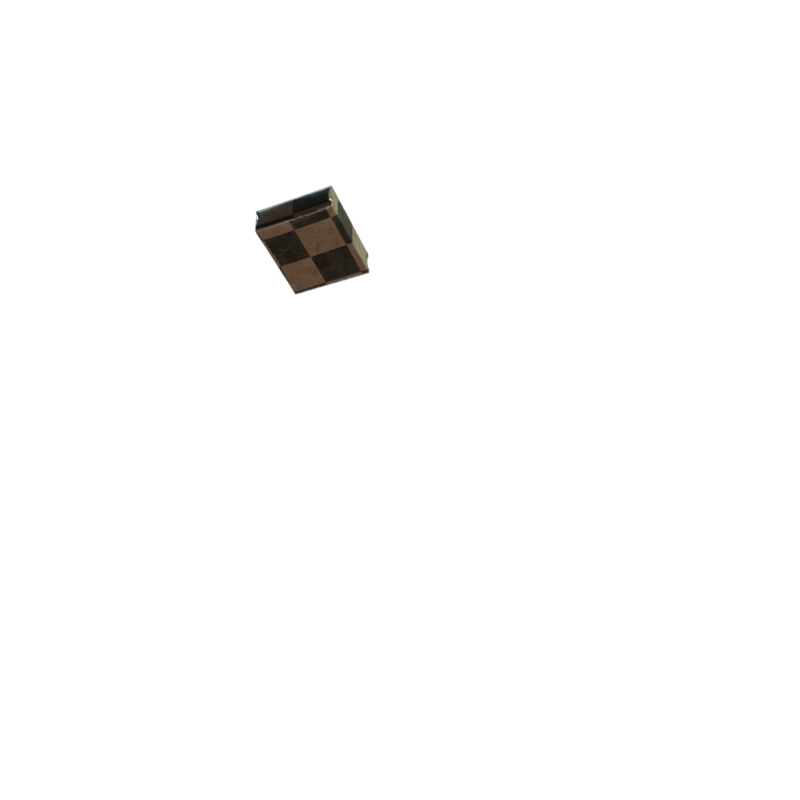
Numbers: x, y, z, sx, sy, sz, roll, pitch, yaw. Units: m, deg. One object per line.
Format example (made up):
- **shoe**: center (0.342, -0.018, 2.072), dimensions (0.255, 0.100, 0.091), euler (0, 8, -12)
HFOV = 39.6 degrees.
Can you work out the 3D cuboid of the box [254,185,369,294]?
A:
- **box**: center (-0.076, -0.139, 0.974), dimensions (0.074, 0.032, 0.082), euler (-16, -46, 16)
